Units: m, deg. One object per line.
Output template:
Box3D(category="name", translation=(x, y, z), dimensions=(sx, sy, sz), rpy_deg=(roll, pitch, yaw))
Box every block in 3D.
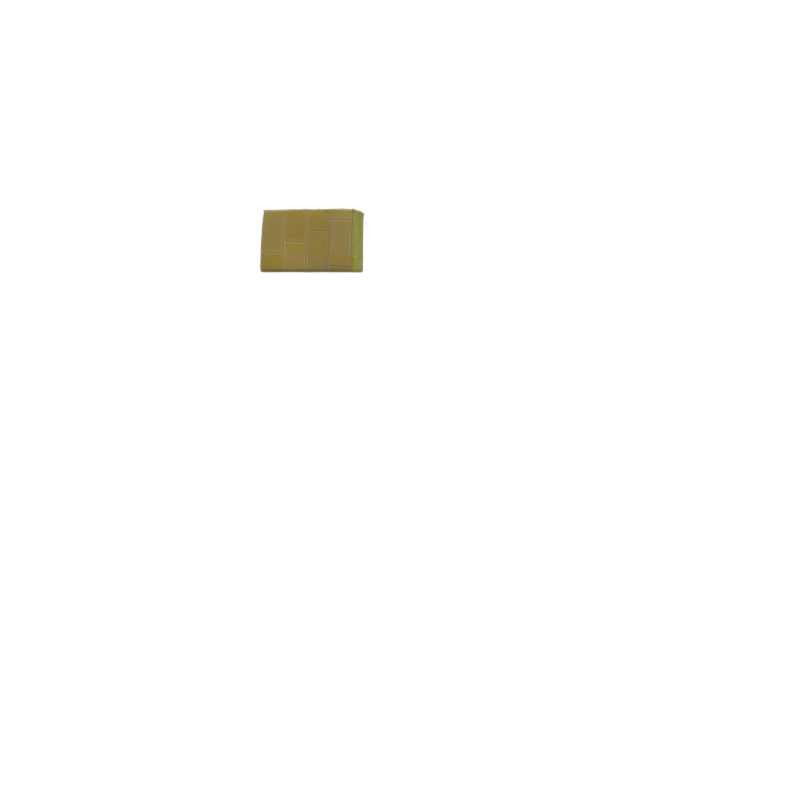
Box3D(category="block", translation=(-0.072, -0.131, 0.917), dimensions=(0.079, 0.051, 0.052), rpy_deg=(1, 2, 11))
